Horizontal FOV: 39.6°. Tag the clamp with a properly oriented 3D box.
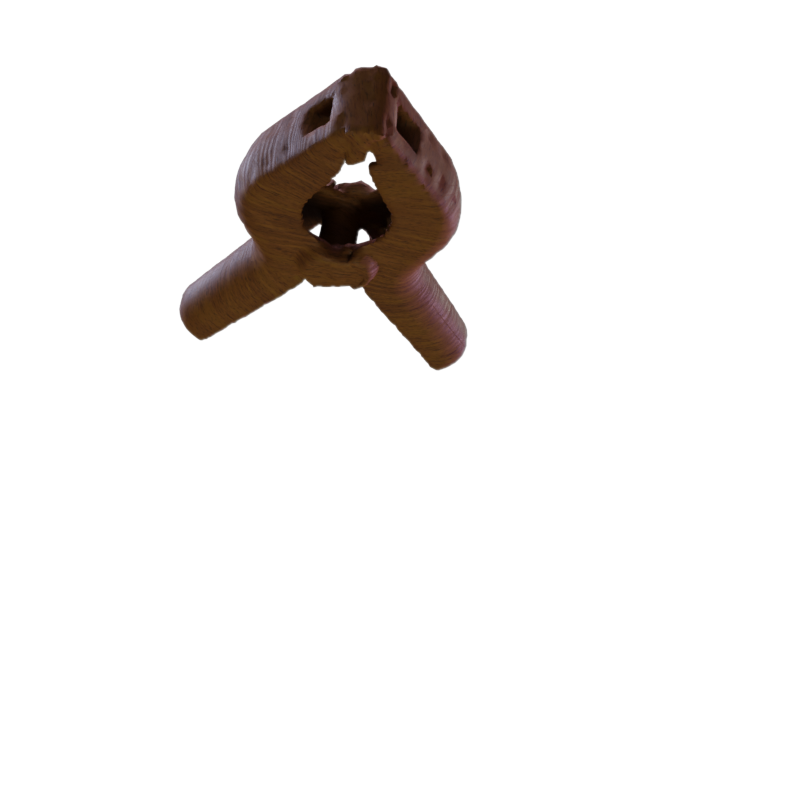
[{"bbox_3d":[-0.032,-0.059,0.412,0.120,0.042,0.160,-1,-29,1],"label":"clamp"}]
